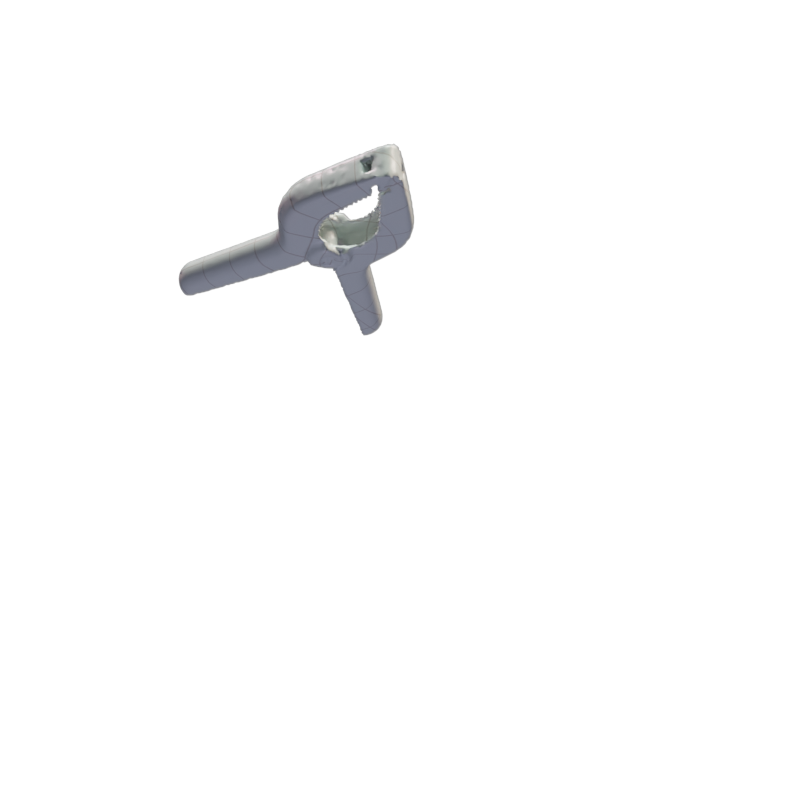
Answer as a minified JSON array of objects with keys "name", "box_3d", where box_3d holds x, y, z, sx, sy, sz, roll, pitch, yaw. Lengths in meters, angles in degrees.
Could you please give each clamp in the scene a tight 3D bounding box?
[{"name":"clamp","box_3d":[-0.061,-0.112,0.785,0.160,0.039,0.202,9,-29,-17]}]
